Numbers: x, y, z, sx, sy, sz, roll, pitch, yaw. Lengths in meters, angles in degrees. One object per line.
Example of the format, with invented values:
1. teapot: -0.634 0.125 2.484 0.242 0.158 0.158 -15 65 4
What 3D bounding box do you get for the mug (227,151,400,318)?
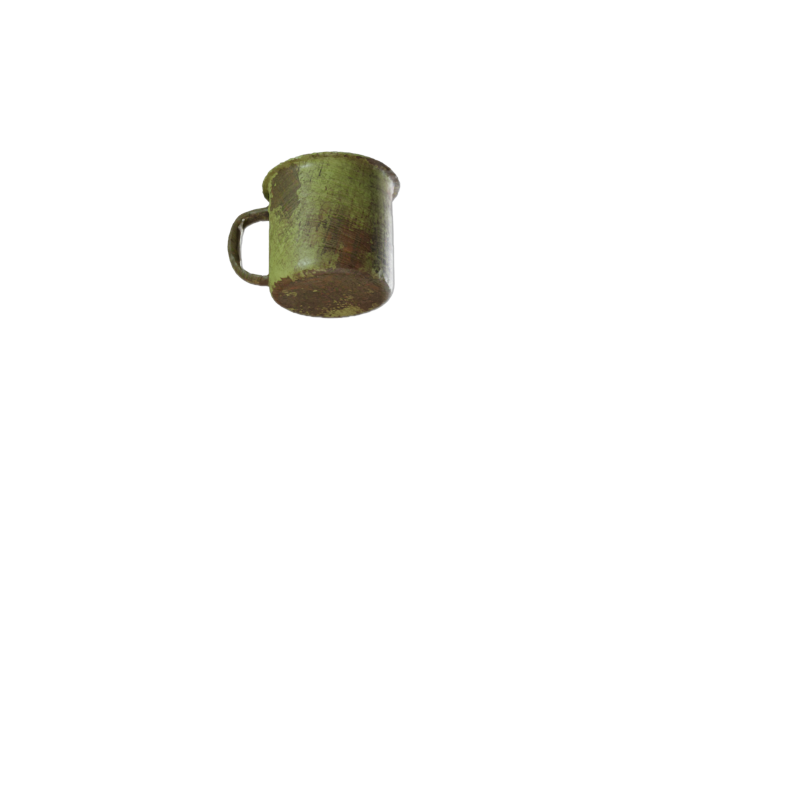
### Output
1. mug: -0.057 -0.104 0.730 0.118 0.086 0.087 -4 -22 8
